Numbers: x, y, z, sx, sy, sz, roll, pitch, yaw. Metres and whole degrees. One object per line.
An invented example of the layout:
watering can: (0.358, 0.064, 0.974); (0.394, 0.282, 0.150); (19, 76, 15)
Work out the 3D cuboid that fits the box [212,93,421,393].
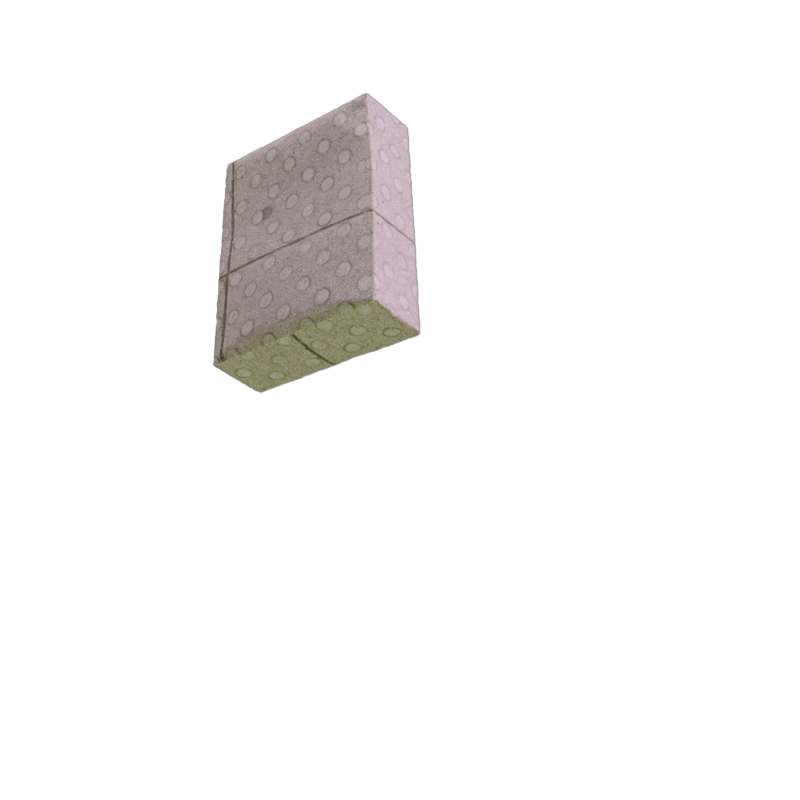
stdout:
box: (-0.073, -0.133, 0.933); (0.165, 0.228, 0.067); (-21, -37, 28)
